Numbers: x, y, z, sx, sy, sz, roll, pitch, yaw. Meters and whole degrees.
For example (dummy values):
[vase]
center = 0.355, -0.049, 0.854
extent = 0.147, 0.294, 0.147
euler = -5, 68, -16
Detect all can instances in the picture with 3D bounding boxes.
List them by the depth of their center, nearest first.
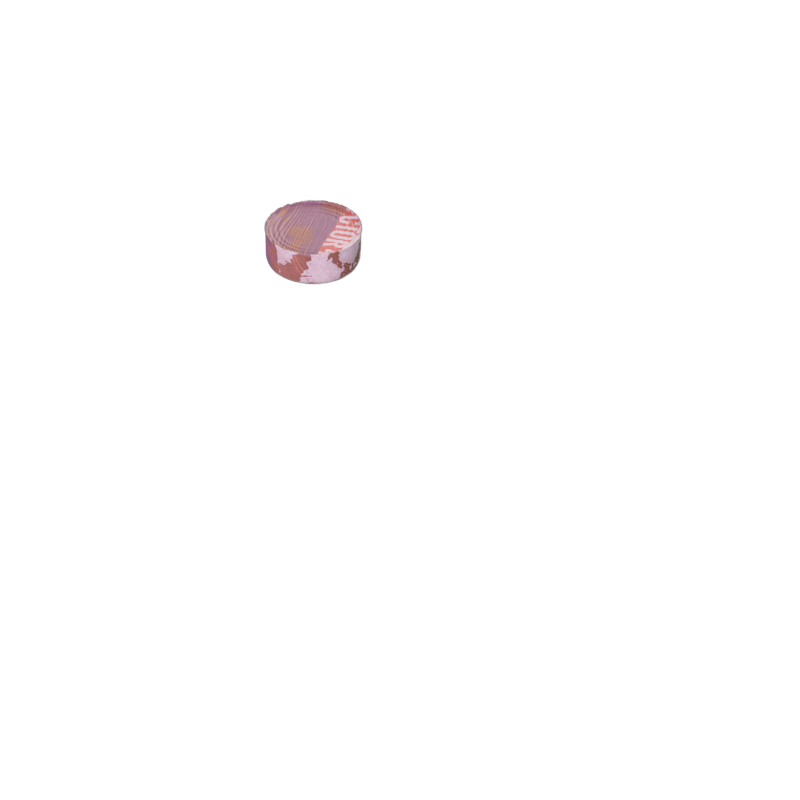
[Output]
[can]
center = -0.076, -0.139, 0.976
extent = 0.086, 0.031, 0.092
euler = -1, 40, -2
